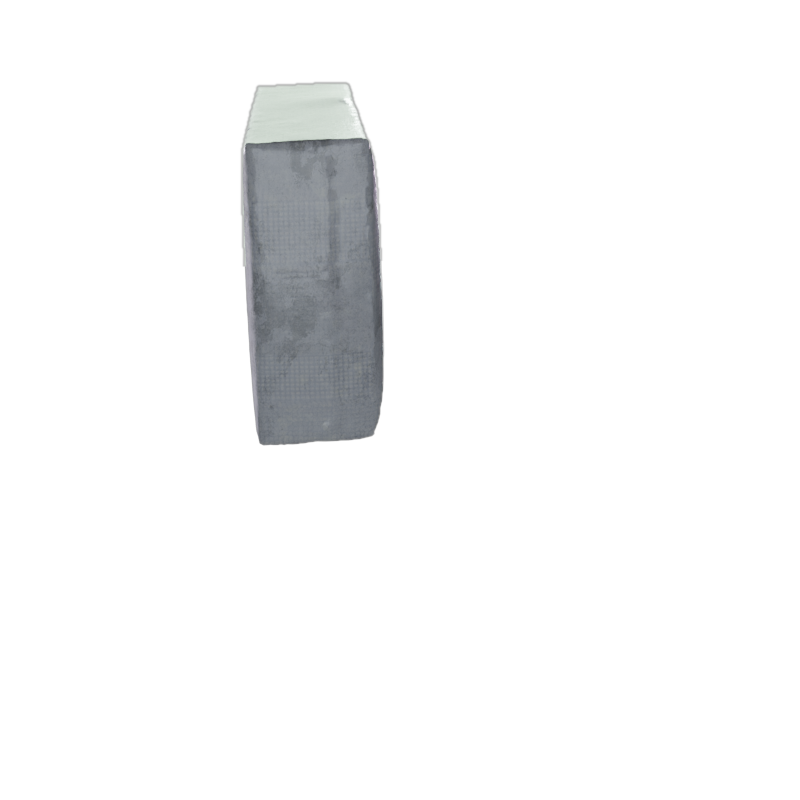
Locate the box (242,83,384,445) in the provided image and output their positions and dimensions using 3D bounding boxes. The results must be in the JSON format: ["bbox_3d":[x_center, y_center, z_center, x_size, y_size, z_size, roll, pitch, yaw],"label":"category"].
[{"bbox_3d":[-0.052,-0.094,0.661,0.072,0.157,0.224,-2,21,-3],"label":"box"}]
